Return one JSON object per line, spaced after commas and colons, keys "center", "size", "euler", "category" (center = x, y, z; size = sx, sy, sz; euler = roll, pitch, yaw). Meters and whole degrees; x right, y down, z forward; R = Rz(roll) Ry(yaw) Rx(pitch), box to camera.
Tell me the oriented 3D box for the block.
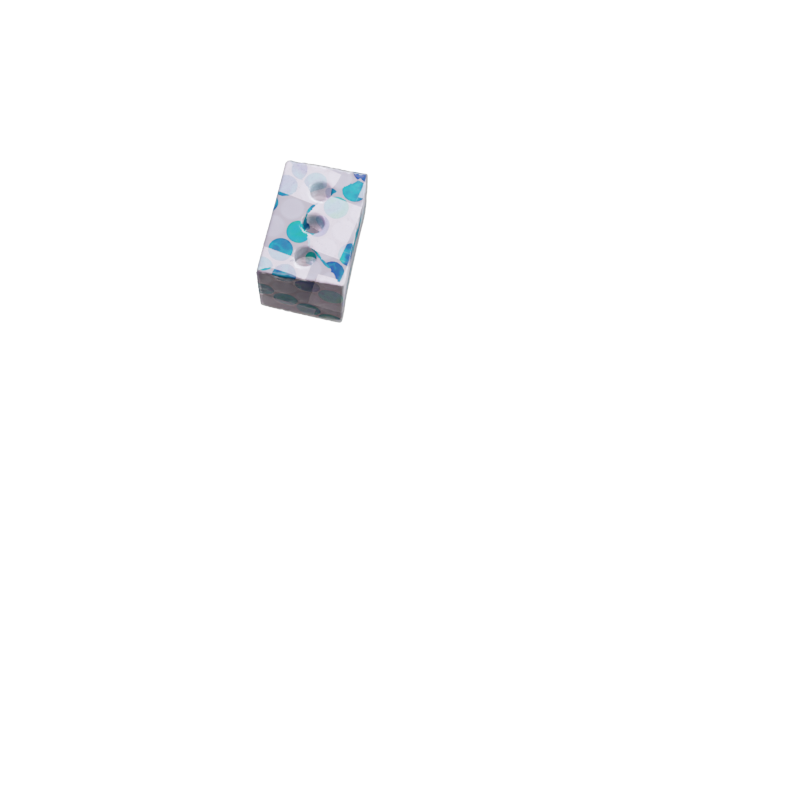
{"center": [-0.053, -0.096, 0.671], "size": [0.053, 0.082, 0.049], "euler": [10, -23, 2], "category": "block"}
